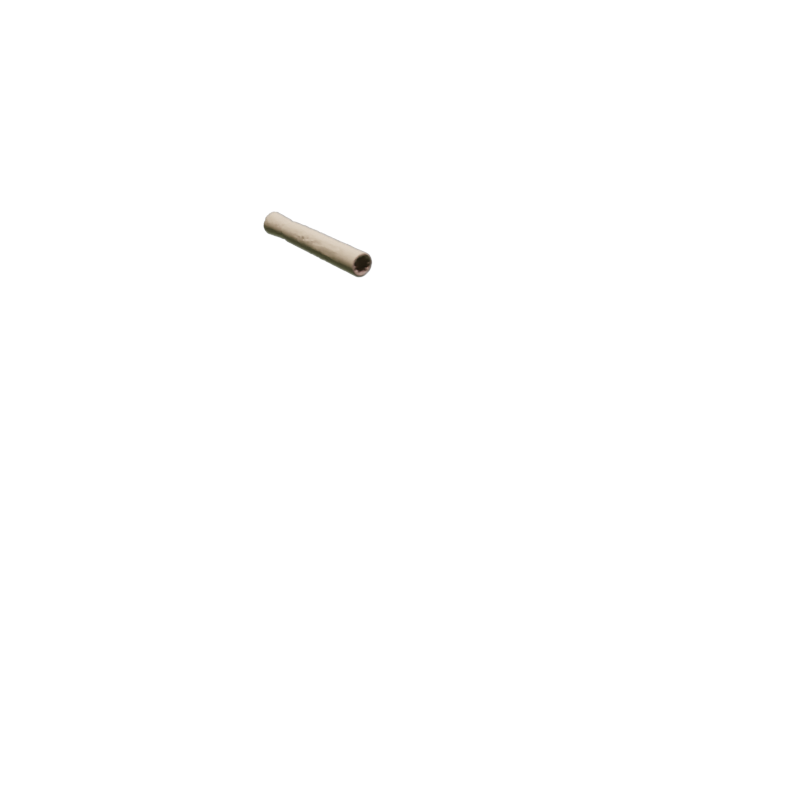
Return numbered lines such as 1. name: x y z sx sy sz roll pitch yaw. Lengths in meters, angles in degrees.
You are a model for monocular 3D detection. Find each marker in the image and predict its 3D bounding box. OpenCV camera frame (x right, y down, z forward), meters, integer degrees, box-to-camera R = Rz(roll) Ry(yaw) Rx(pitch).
1. marker: -0.065 -0.119 0.835 0.019 0.019 0.129 -3 23 -39
